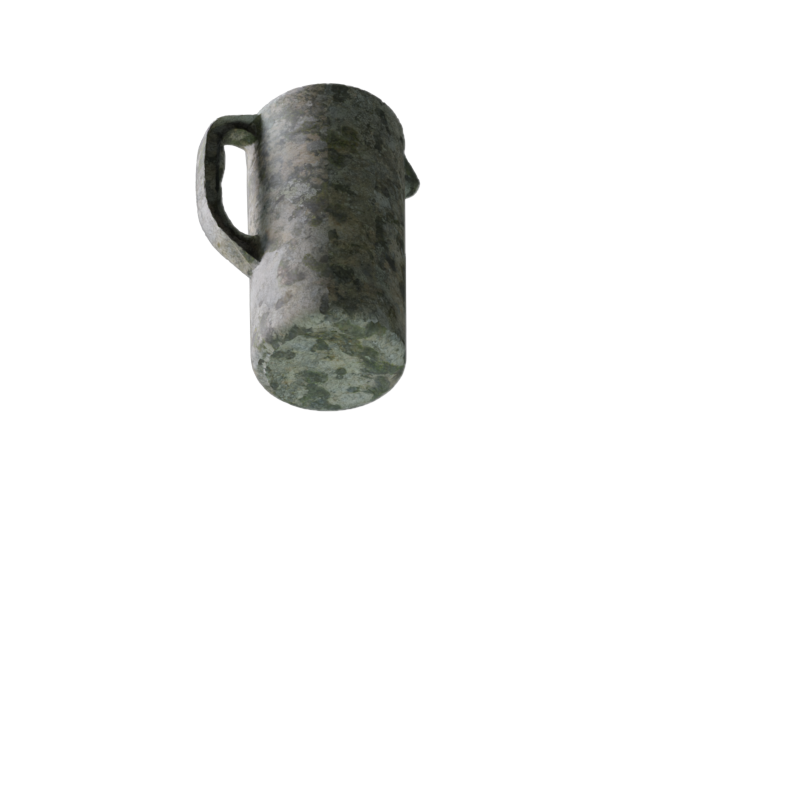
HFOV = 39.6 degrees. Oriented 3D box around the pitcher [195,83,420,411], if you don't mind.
[{"bbox_3d":[-0.066,-0.120,0.838,0.150,0.261,0.133,-15,-42,13],"label":"pitcher"}]
